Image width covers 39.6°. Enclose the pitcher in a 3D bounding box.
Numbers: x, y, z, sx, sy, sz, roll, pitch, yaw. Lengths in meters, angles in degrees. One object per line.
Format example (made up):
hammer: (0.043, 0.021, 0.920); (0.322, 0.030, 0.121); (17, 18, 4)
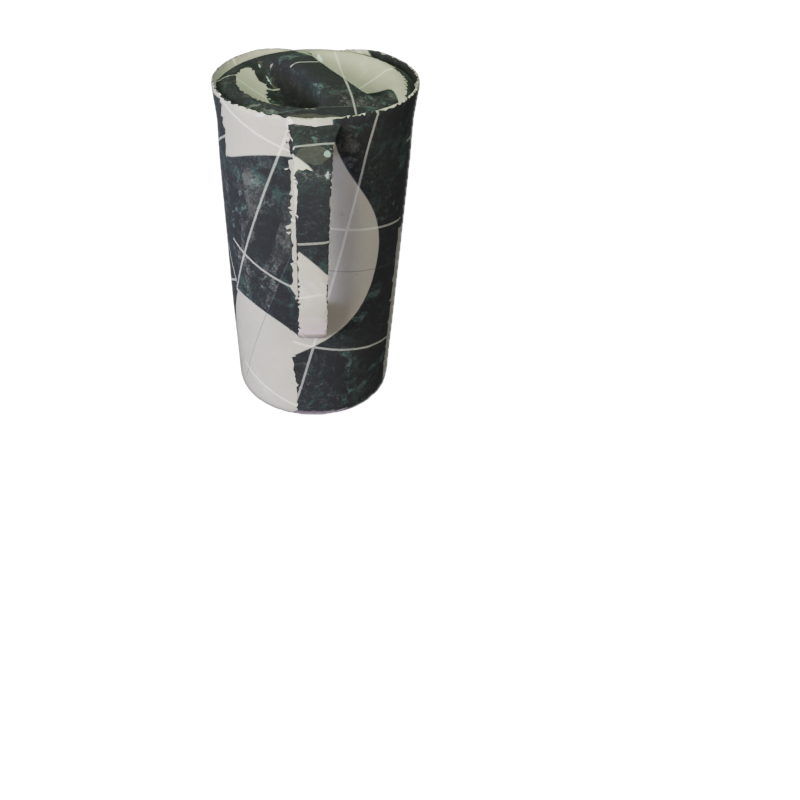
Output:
pitcher: (-0.059, -0.108, 0.755); (0.154, 0.228, 0.149); (27, 40, 34)
